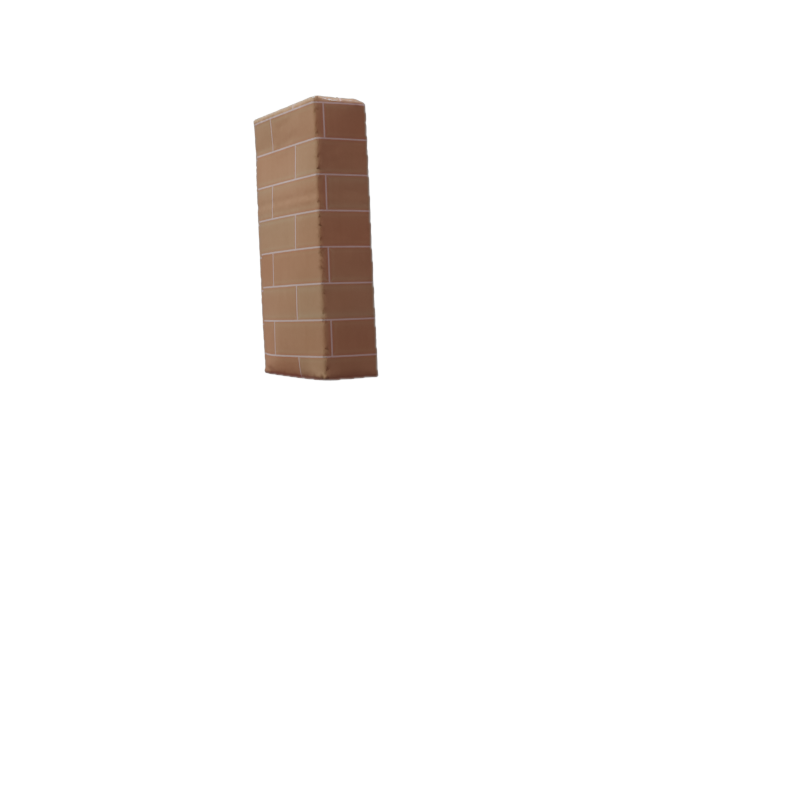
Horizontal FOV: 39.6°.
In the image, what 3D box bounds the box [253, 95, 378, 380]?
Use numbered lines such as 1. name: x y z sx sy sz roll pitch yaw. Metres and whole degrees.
1. box: -0.056 -0.103 0.725 0.046 0.178 0.096 2 -3 -31
